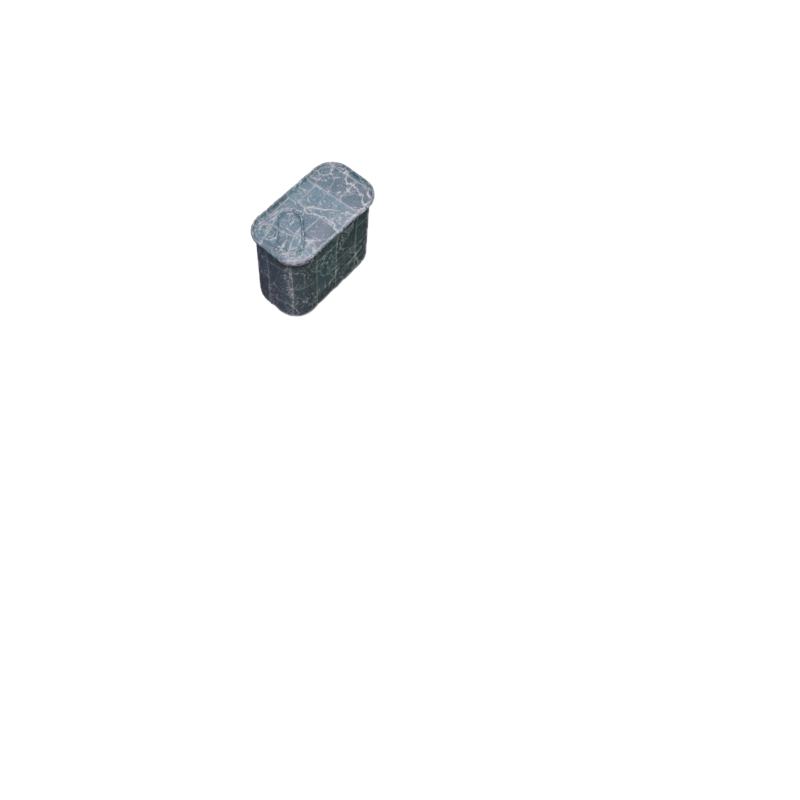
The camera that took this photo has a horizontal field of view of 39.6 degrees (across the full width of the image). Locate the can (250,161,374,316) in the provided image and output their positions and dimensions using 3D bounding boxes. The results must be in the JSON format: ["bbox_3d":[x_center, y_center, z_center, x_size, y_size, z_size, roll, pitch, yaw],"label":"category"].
[{"bbox_3d":[-0.069,-0.126,0.886,0.060,0.103,0.079,37,-25,17],"label":"can"}]
